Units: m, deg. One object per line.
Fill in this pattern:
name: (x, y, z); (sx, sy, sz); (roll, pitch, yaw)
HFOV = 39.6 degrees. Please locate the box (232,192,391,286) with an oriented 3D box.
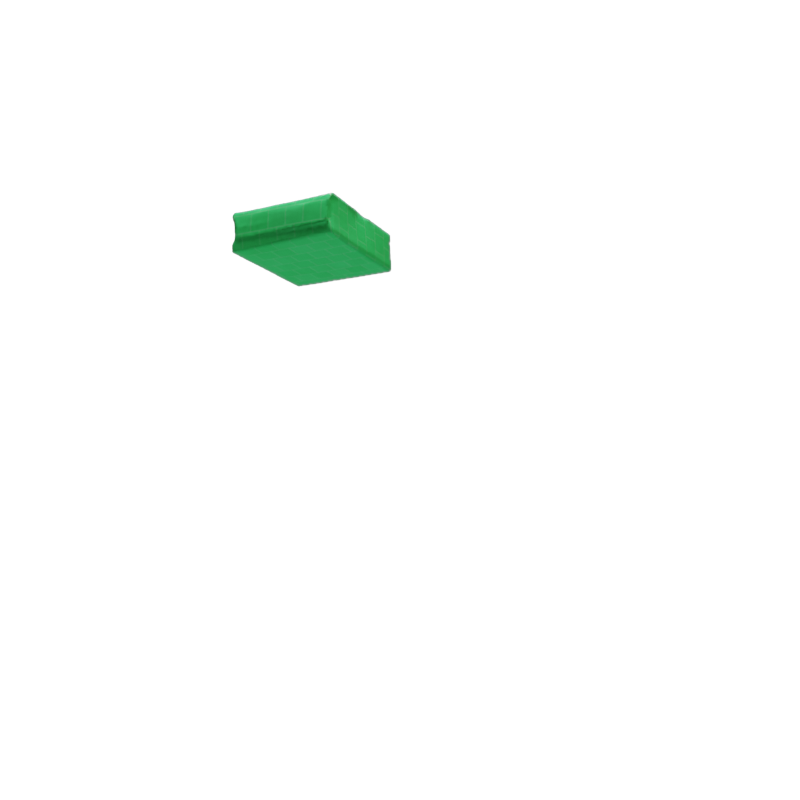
box: (-0.057, -0.104, 0.729); (0.075, 0.031, 0.084); (-7, -15, 26)
